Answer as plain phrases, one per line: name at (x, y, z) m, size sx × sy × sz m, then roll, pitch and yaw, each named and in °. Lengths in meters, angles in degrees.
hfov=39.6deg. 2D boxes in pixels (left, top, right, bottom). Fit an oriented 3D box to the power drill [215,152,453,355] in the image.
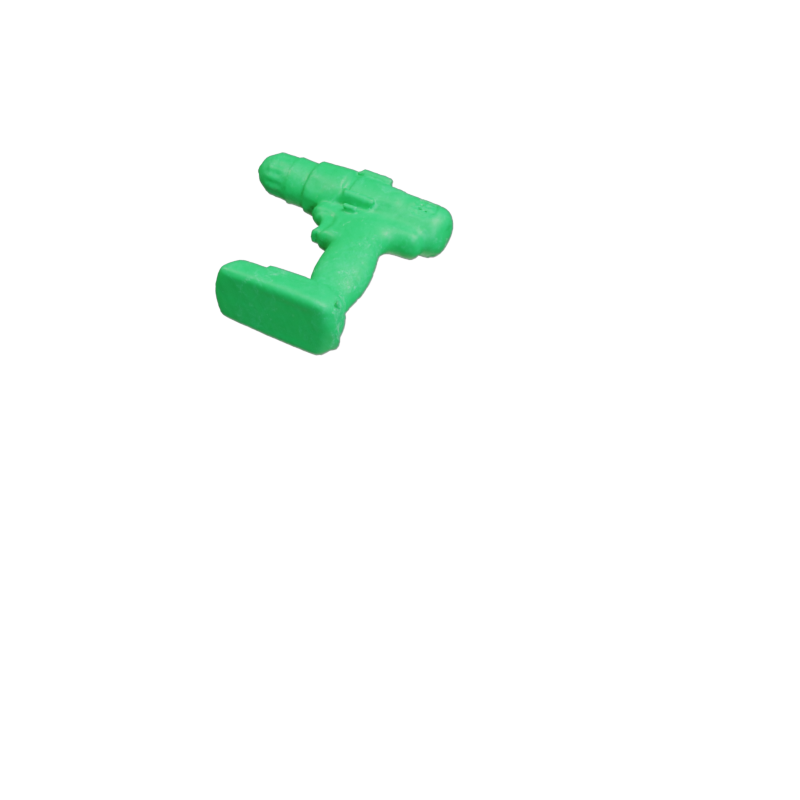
power drill at (-0.072, -0.131, 0.917) m, size 0.192 × 0.053 × 0.193 m, roll 20°, pitch 48°, yaw 20°
